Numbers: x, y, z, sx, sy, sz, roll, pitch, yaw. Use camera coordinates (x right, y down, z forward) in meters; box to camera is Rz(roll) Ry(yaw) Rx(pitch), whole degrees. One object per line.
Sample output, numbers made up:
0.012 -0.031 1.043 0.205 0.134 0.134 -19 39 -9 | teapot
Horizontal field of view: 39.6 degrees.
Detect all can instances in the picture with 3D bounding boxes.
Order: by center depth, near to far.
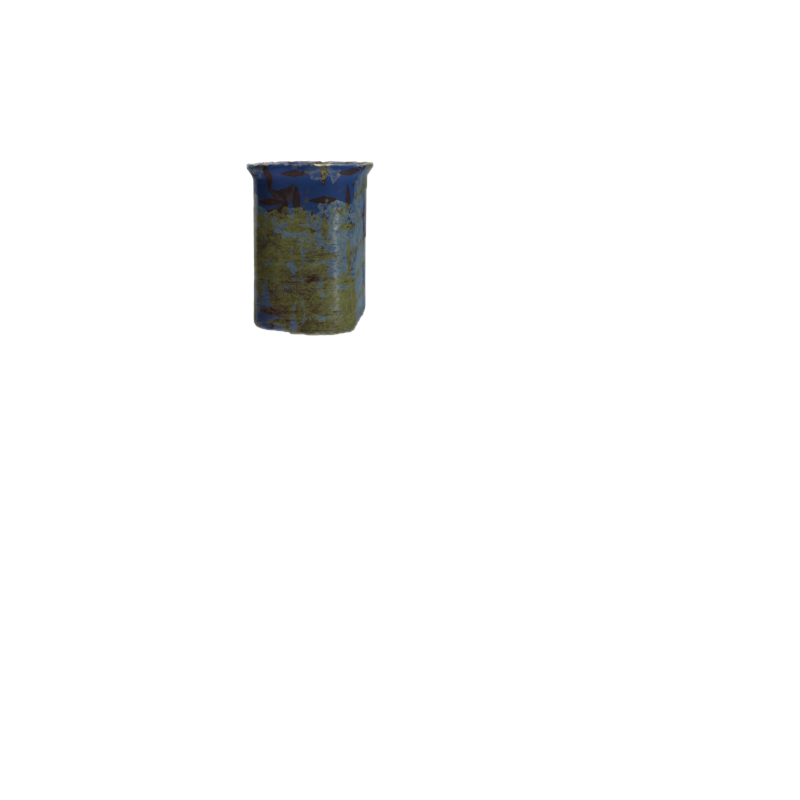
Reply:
-0.046 -0.083 0.583 0.058 0.082 0.103 1 10 5 | can
